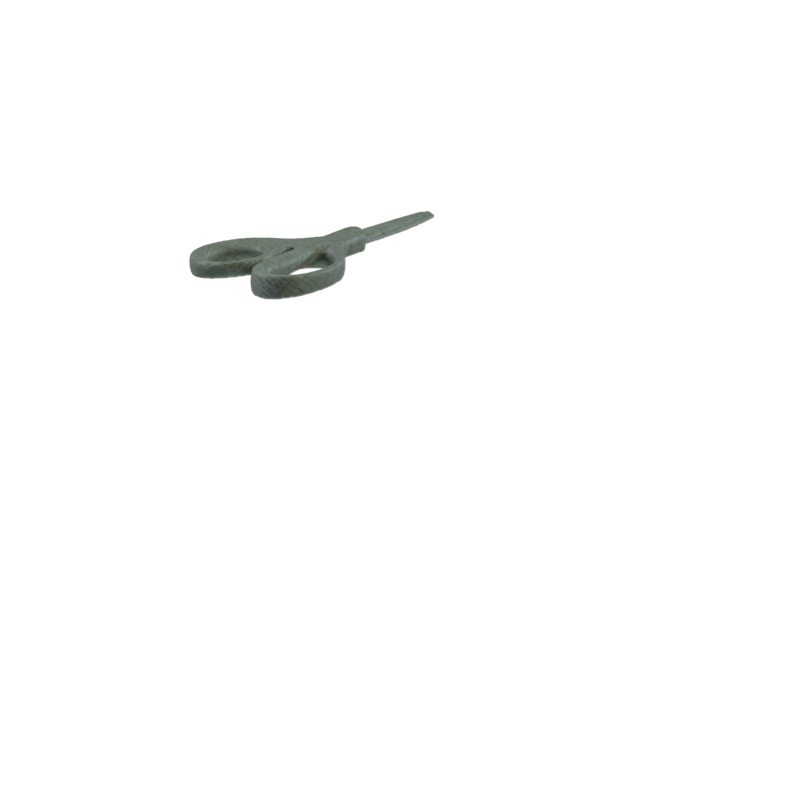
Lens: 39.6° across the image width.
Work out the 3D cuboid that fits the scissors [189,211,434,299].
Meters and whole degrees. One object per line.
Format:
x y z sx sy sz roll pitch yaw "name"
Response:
-0.051 -0.094 0.657 0.099 0.015 0.204 6 21 16 "scissors"
